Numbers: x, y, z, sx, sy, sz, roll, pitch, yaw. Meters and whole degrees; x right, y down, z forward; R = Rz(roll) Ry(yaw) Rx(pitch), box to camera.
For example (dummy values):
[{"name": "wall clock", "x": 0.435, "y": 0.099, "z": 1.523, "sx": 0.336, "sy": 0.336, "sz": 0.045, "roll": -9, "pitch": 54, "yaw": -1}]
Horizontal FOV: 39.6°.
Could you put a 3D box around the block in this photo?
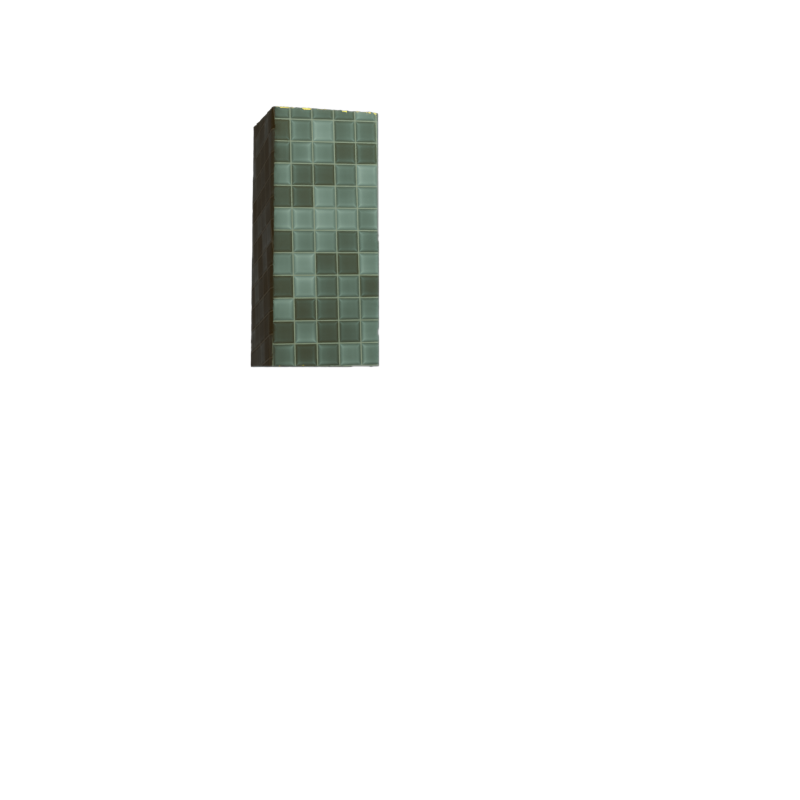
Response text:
[{"name": "block", "x": -0.072, "y": -0.131, "z": 0.919, "sx": 0.089, "sy": 0.209, "sz": 0.091, "roll": 1, "pitch": -5, "yaw": -16}]
